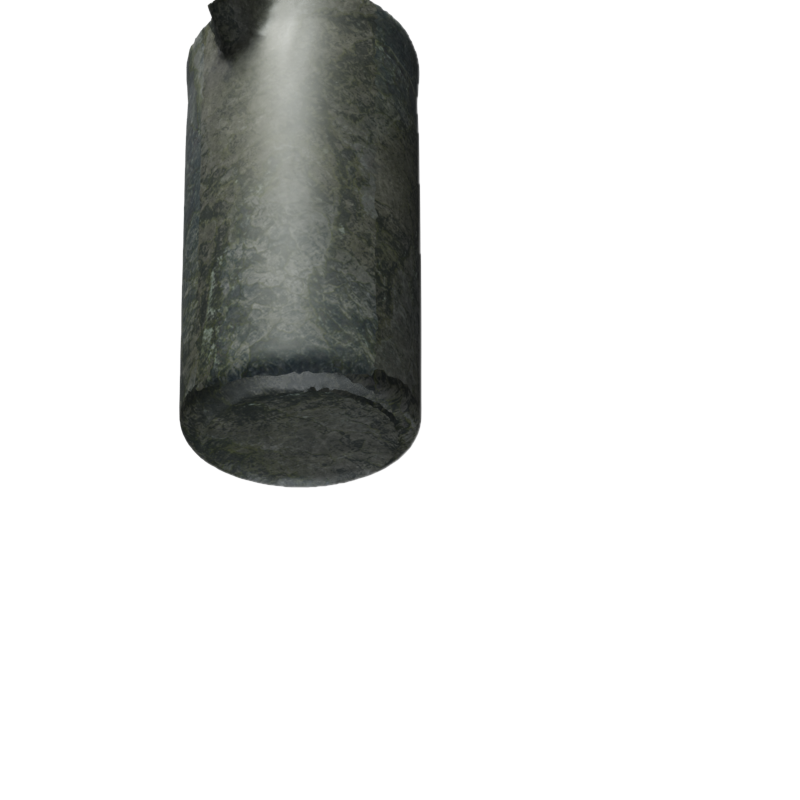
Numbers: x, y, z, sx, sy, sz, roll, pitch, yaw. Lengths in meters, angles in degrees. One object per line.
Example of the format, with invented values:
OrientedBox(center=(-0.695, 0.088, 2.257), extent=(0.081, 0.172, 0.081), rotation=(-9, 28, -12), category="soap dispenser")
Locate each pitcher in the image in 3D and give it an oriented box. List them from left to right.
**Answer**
OrientedBox(center=(-0.045, -0.081, 0.570), extent=(0.145, 0.260, 0.139), rotation=(9, -37, -16), category="pitcher")
